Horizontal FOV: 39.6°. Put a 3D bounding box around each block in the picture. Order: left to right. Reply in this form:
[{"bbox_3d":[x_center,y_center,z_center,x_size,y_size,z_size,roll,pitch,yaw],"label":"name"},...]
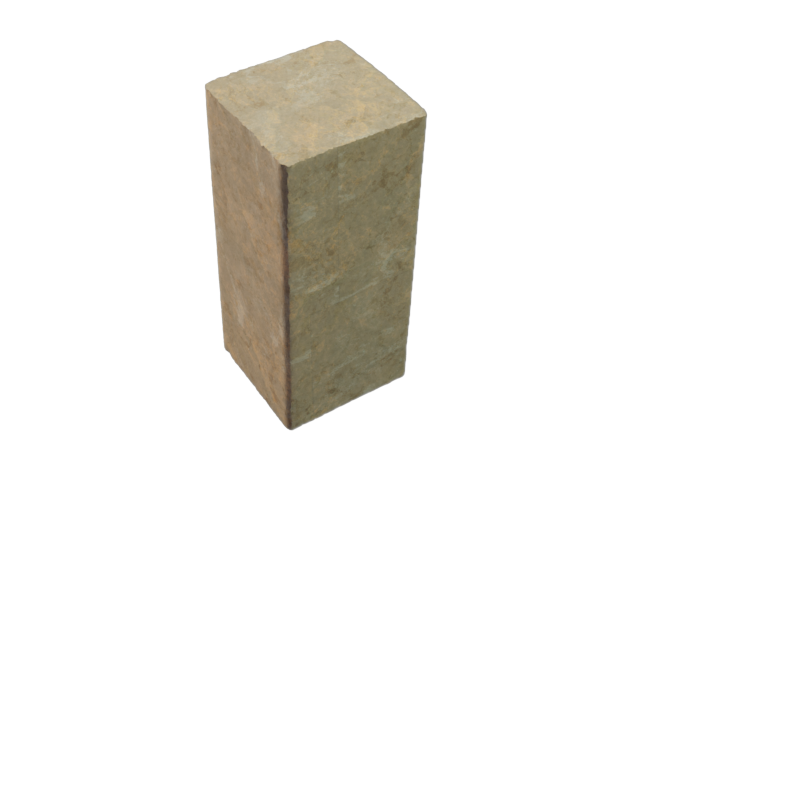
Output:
[{"bbox_3d":[-0.052,-0.094,0.657,0.090,0.192,0.097,-25,52,-25],"label":"block"}]
